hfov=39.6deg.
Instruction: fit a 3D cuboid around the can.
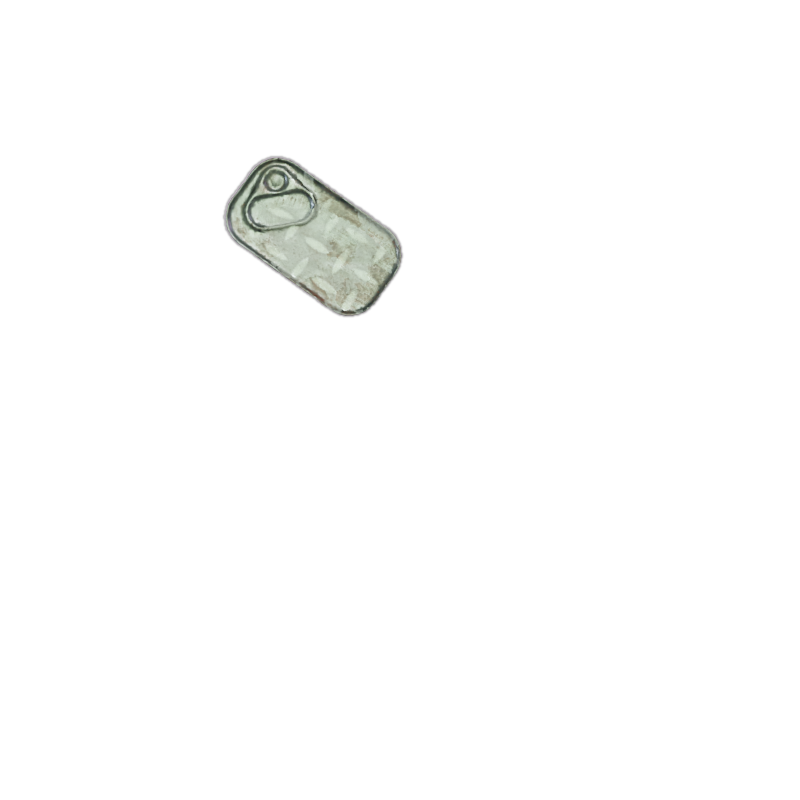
[{"bbox_3d":[-0.053,-0.096,0.671,0.102,0.058,0.083,35,-1,-1],"label":"can"}]
